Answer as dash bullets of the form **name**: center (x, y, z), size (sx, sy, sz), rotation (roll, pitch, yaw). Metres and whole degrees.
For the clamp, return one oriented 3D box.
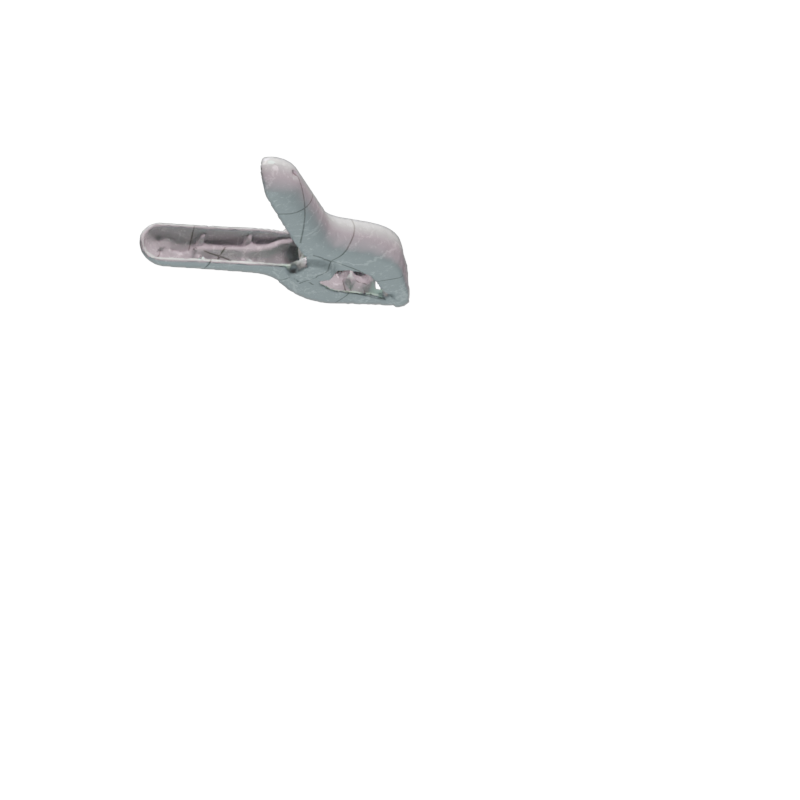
- **clamp**: center (-0.050, -0.092, 0.642), size (0.163, 0.041, 0.121), rotation (9, -16, -35)
